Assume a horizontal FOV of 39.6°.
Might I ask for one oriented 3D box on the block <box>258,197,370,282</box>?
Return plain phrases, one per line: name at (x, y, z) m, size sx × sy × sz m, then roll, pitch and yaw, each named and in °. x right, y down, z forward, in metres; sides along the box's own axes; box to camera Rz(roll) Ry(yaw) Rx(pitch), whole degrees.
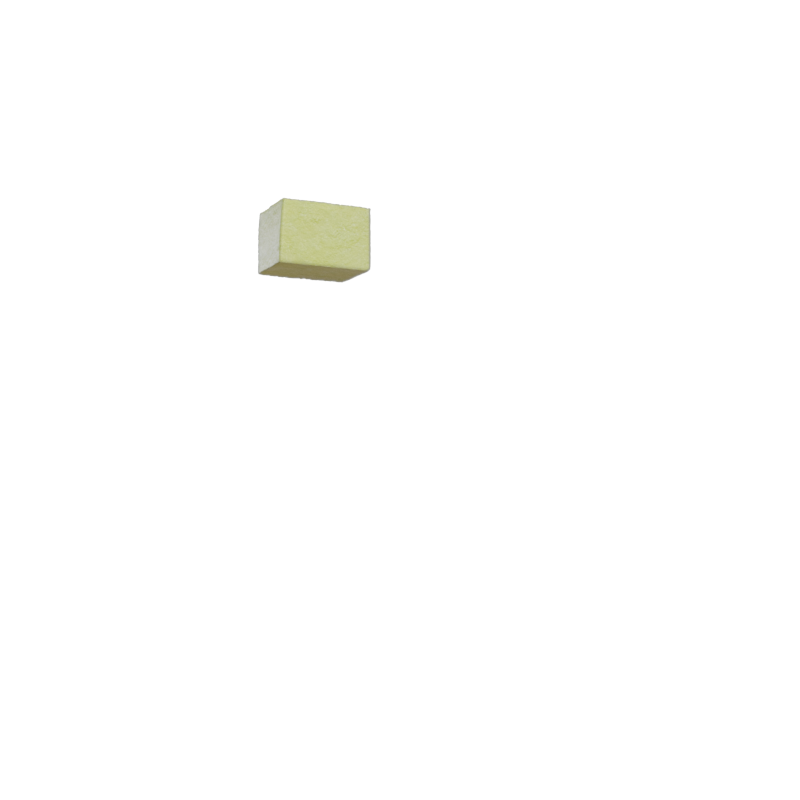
block at (-0.069, -0.125, 0.879) m, size 0.075 × 0.053 × 0.053 m, roll 4°, pitch -11°, yaw -25°
